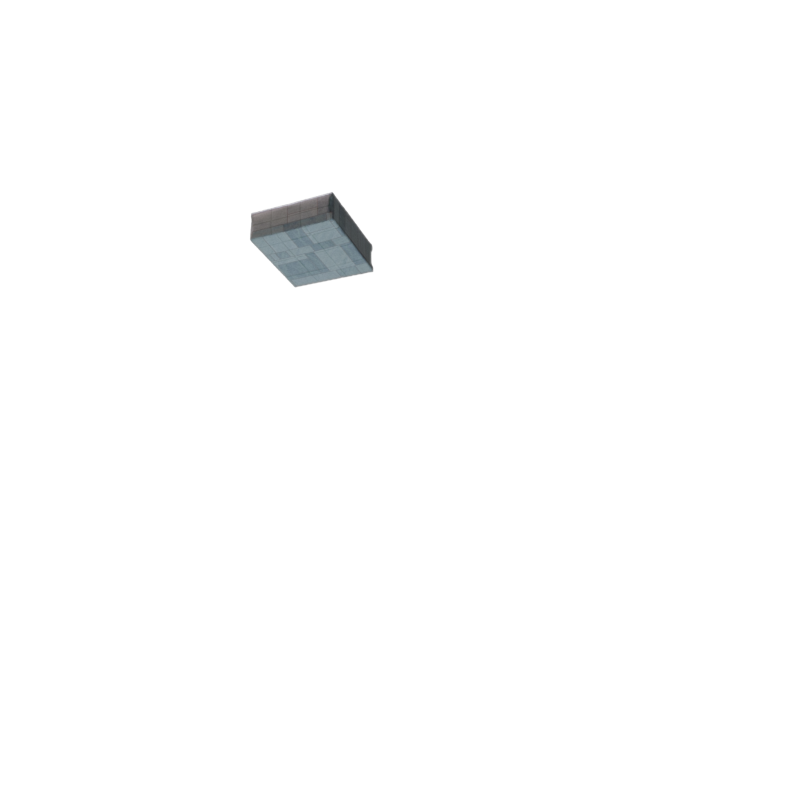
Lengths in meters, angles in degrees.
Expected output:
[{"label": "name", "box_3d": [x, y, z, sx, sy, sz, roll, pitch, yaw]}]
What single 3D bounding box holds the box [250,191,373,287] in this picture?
[{"label": "box", "box_3d": [-0.071, -0.130, 0.910, 0.074, 0.032, 0.083, -11, -28, 20]}]
